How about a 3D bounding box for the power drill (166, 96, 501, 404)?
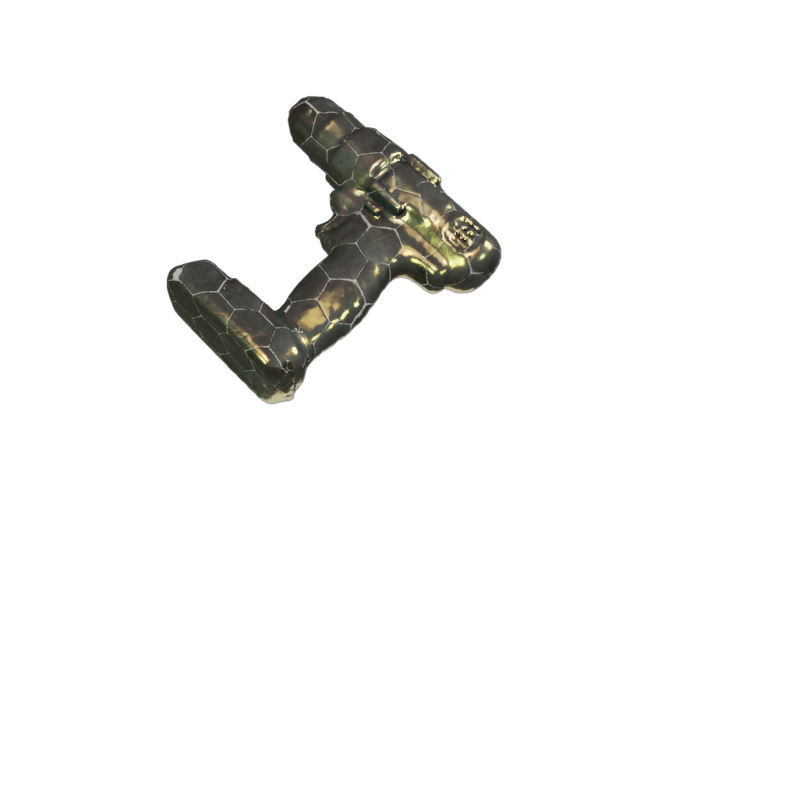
[{"bbox_3d":[-0.056,-0.103,0.719,0.189,0.195,0.054,-39,-23,-21],"label":"power drill"}]
